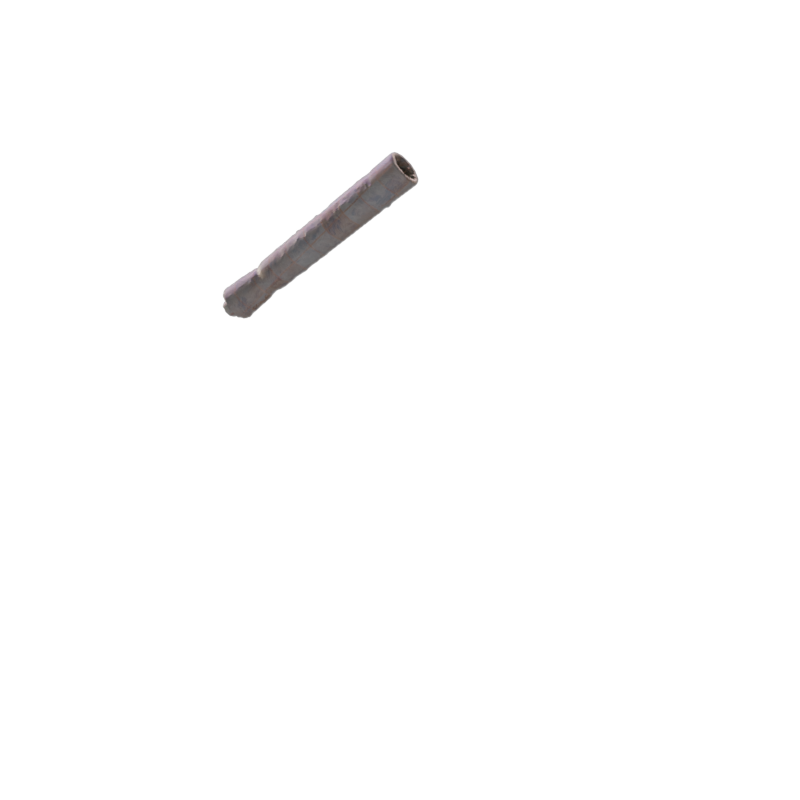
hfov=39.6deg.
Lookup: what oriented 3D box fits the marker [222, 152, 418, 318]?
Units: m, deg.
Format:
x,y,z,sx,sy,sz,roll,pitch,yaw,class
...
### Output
x,y,z,sx,sy,sz,roll,pitch,yaw,class
-0.042,-0.077,0.538,0.120,0.021,0.019,-35,-13,25,marker
